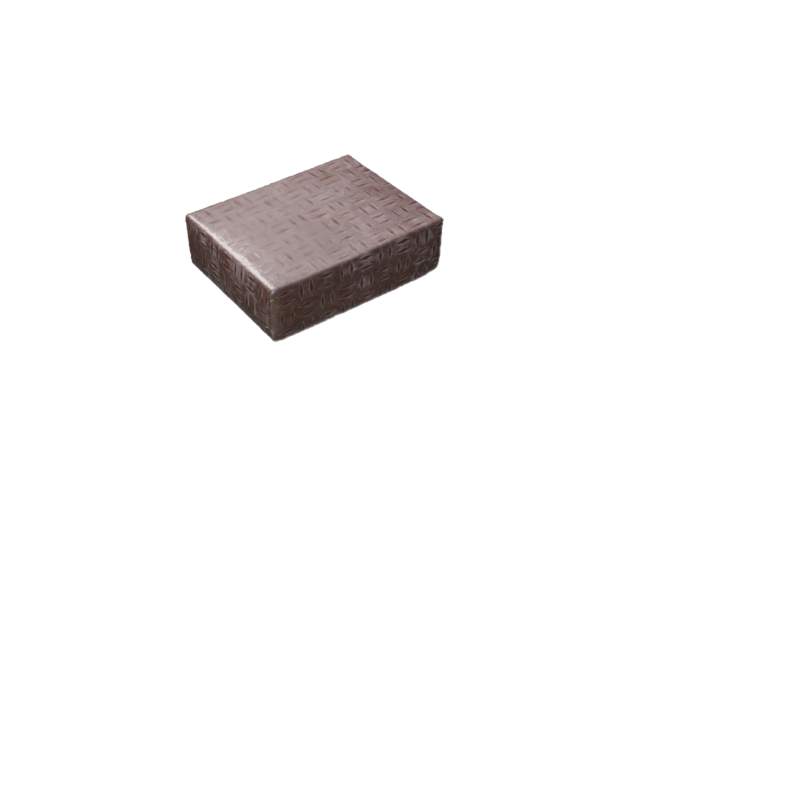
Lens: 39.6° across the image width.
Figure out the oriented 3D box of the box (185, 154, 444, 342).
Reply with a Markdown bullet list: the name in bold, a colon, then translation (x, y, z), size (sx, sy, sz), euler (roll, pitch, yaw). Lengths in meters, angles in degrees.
- **box**: translation (-0.047, -0.087, 0.606), size (0.113, 0.036, 0.097), euler (-24, 45, -28)
